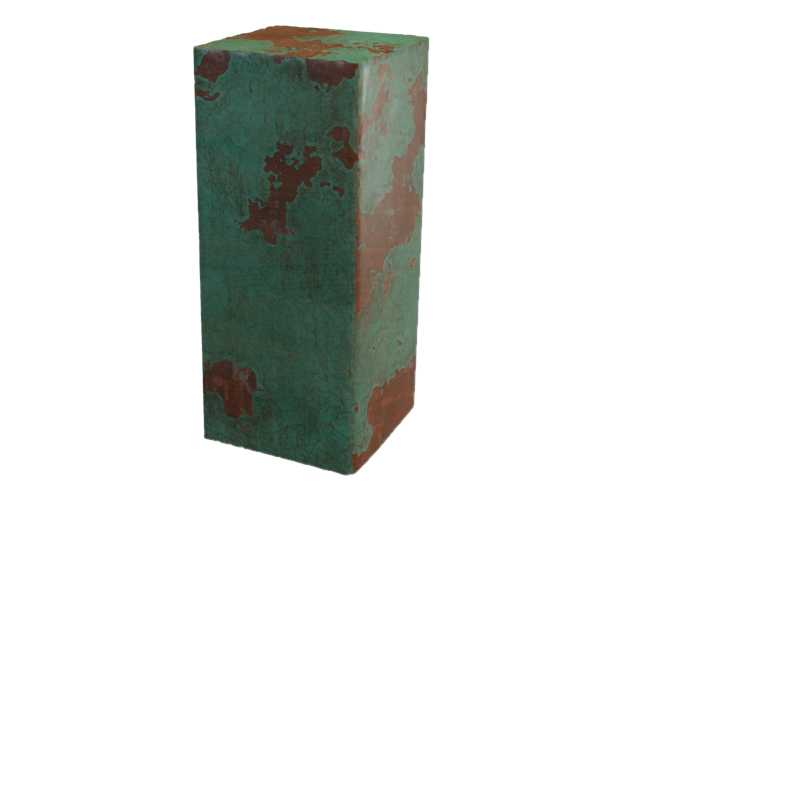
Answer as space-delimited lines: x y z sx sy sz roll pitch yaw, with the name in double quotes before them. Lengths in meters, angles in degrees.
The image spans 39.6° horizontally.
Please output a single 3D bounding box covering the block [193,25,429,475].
"block" -0.044 -0.082 0.571 0.094 0.197 0.091 10 22 22
